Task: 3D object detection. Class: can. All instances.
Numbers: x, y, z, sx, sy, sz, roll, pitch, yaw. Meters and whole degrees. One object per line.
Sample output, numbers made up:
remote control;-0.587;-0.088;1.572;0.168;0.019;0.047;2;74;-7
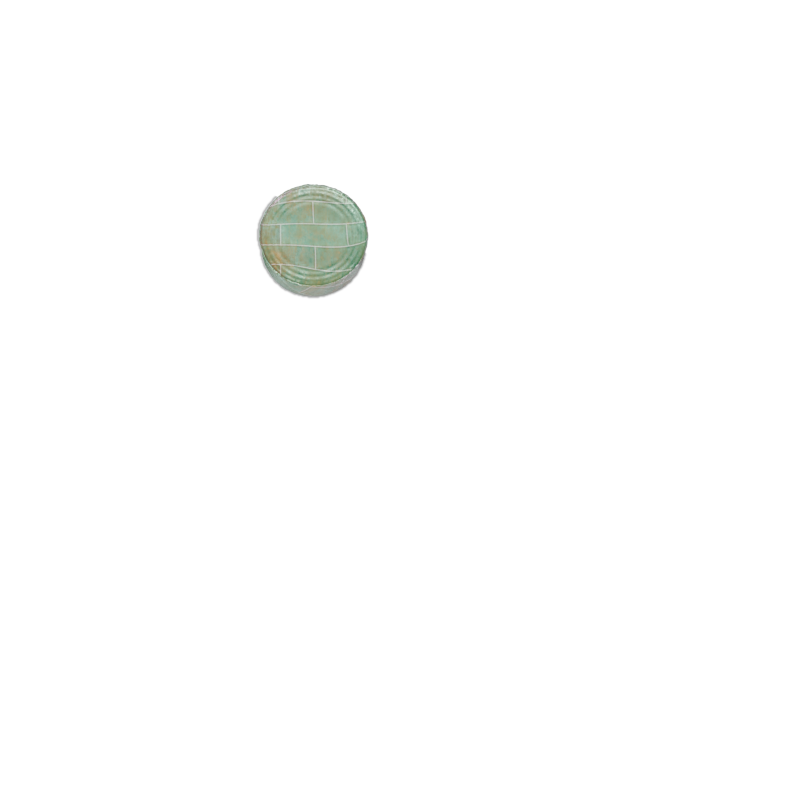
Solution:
can;-0.069;-0.126;0.881;0.086;0.090;0.032;-1;-19;-1
